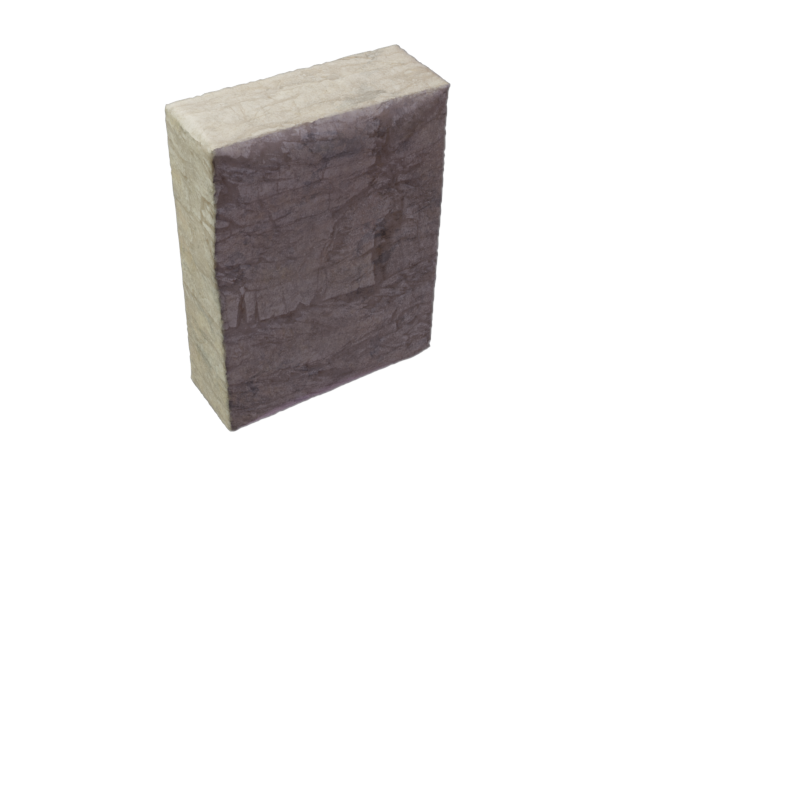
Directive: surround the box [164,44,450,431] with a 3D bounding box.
[{"bbox_3d":[-0.056,-0.101,0.709,0.162,0.200,0.078,-21,45,-26],"label":"box"}]
